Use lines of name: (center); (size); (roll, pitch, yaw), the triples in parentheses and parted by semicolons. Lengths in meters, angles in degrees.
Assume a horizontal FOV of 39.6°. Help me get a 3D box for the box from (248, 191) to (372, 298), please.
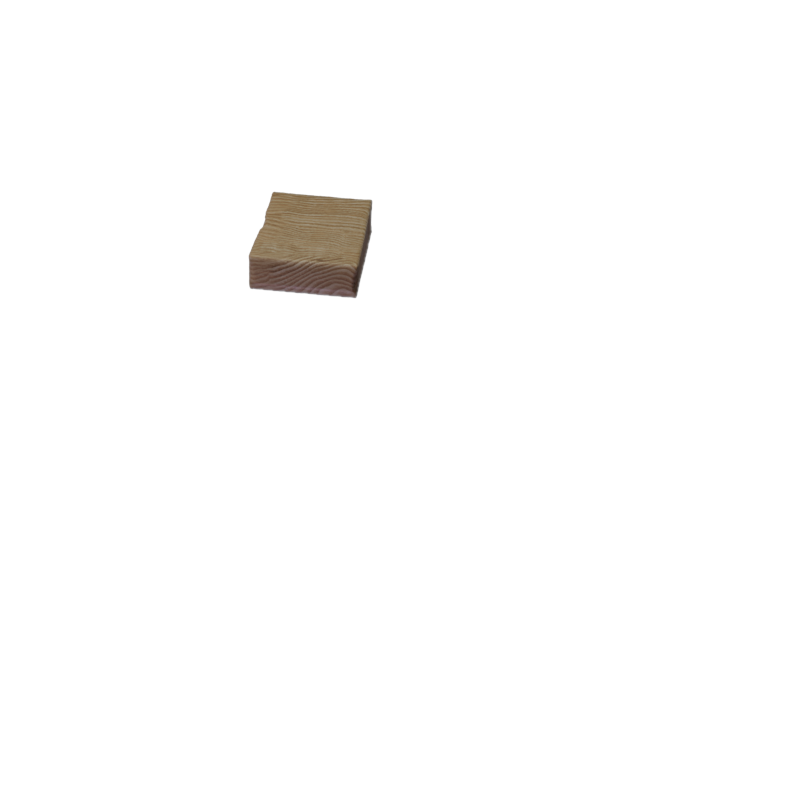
box: (-0.060, -0.109, 0.762); (0.074, 0.028, 0.094); (5, 38, 6)
